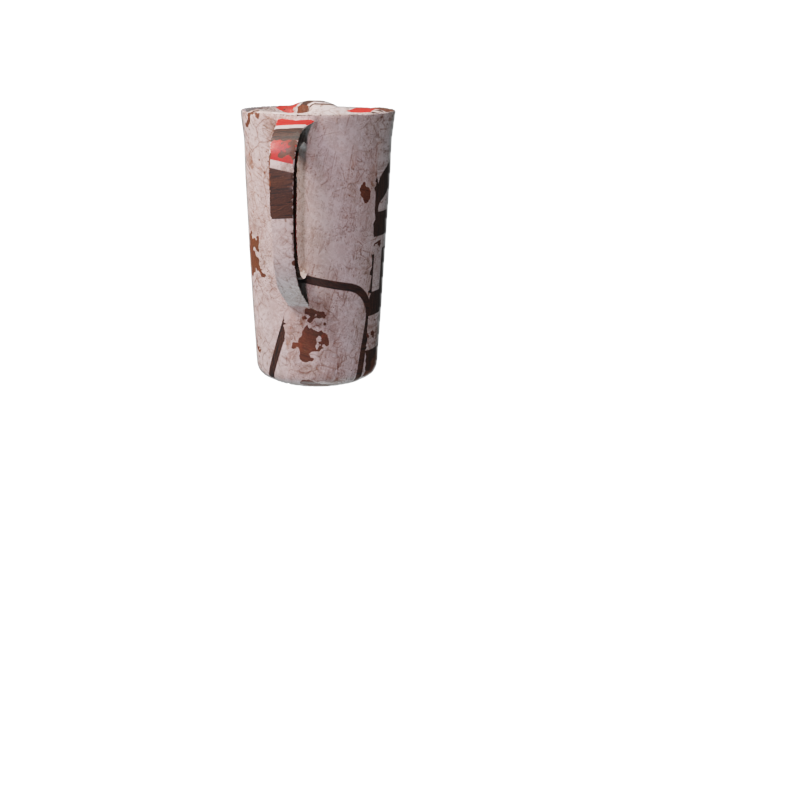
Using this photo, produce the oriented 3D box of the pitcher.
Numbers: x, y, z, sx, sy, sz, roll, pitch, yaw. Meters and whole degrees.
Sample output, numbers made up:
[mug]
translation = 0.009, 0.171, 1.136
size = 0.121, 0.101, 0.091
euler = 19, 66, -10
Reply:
[pitcher]
translation = -0.076, -0.138, 0.969
size = 0.145, 0.237, 0.153
euler = -7, 14, -32
